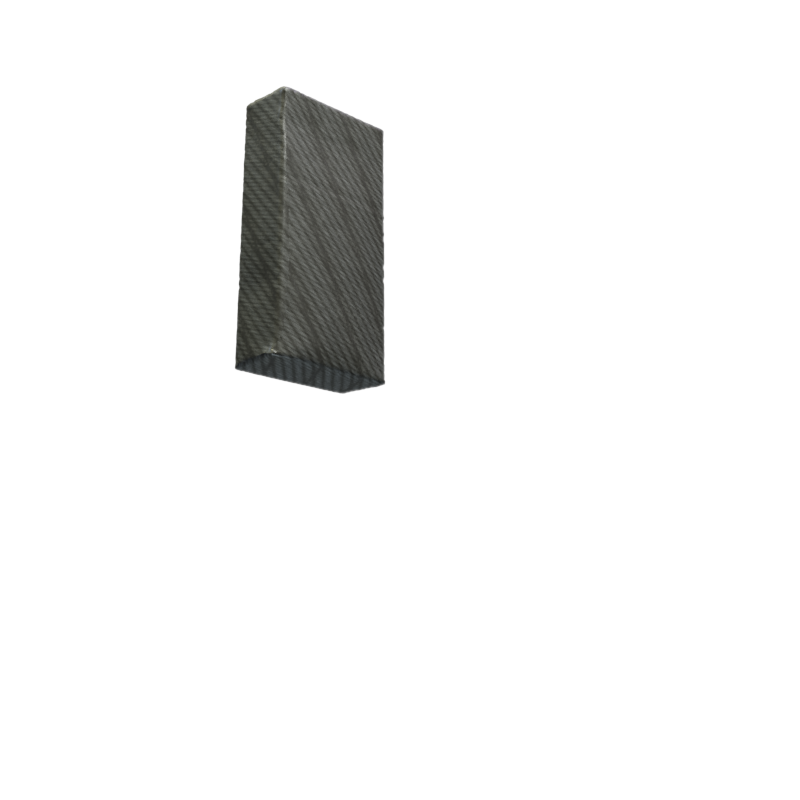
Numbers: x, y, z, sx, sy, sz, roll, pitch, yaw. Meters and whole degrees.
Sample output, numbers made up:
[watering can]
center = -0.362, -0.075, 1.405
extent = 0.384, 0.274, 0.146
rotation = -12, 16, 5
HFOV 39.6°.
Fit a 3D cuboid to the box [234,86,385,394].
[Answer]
[box]
center = -0.055, -0.100, 0.701
extent = 0.088, 0.185, 0.048
rotation = 18, -28, -41
